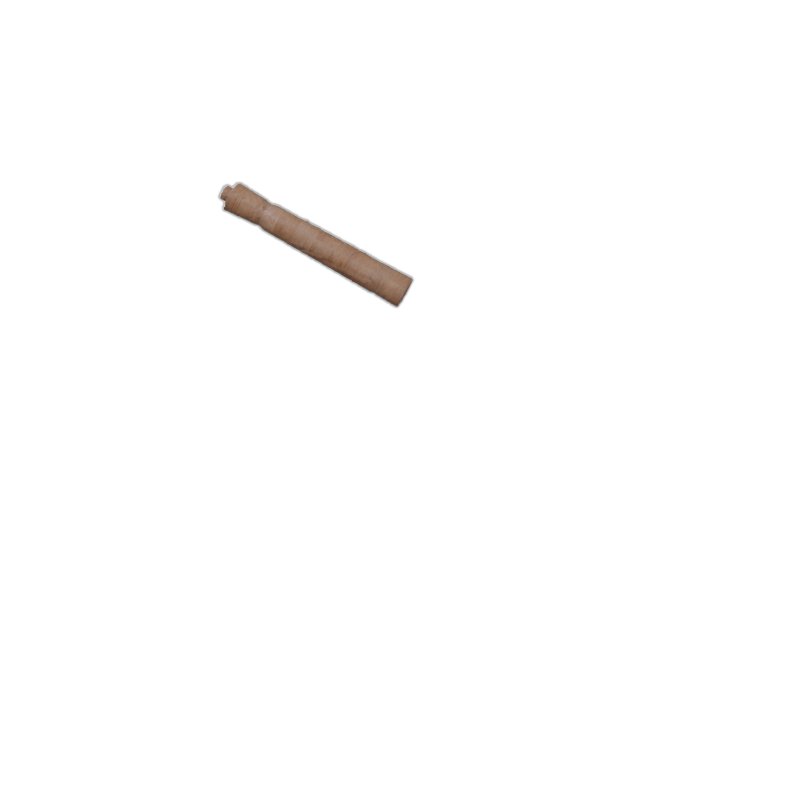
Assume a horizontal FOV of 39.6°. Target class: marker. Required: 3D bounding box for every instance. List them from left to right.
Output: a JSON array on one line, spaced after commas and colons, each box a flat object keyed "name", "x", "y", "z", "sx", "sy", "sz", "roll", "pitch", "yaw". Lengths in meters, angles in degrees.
[{"name": "marker", "x": -0.050, "y": -0.090, "z": 0.633, "sx": 0.123, "sy": 0.020, "sz": 0.019, "roll": 30, "pitch": 7, "yaw": 8}]
